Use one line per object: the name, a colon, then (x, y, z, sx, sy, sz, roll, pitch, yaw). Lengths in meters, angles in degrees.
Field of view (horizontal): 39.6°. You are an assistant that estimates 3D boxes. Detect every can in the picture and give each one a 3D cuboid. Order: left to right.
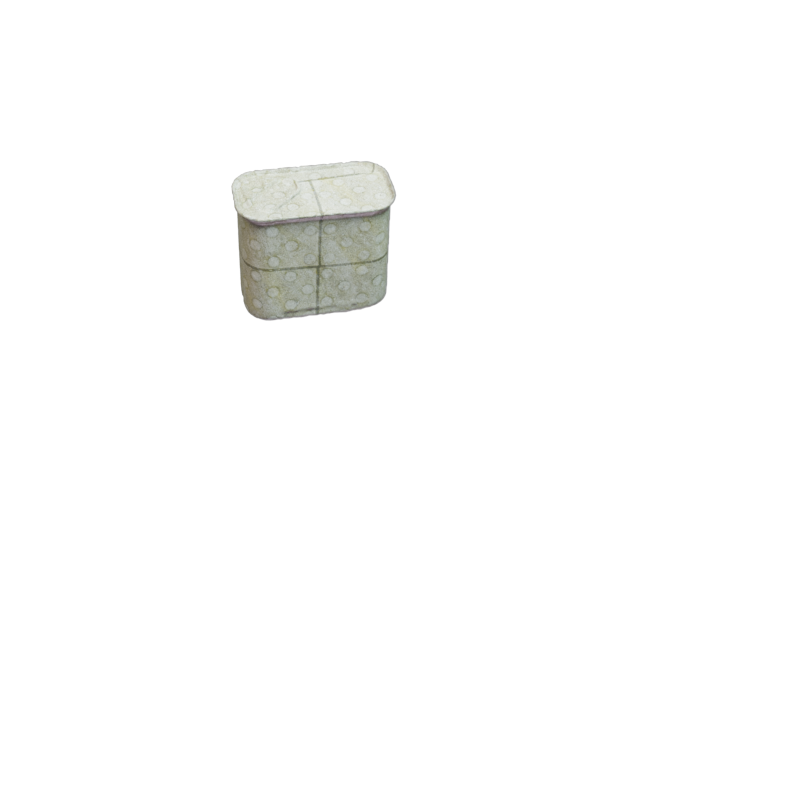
can: (-0.057, -0.103, 0.723, 0.101, 0.078, 0.062, -6, 40, -9)
